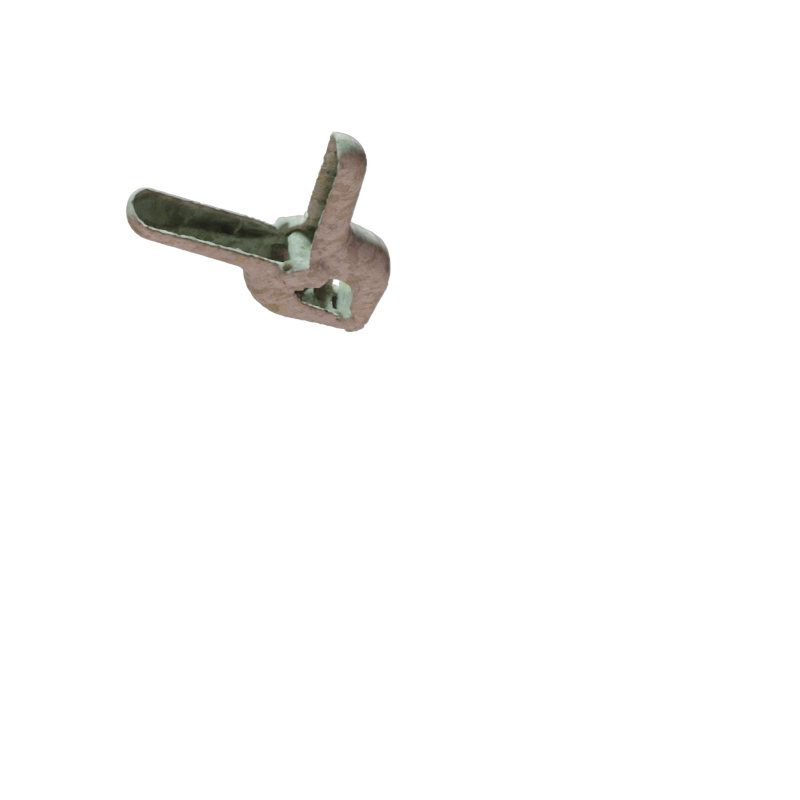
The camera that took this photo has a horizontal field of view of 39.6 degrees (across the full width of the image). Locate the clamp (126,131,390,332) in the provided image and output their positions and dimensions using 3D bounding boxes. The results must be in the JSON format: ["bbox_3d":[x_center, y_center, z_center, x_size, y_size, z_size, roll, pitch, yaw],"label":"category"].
[{"bbox_3d":[-0.045,-0.082,0.572,0.122,0.041,0.160,-10,-20,27],"label":"clamp"}]
